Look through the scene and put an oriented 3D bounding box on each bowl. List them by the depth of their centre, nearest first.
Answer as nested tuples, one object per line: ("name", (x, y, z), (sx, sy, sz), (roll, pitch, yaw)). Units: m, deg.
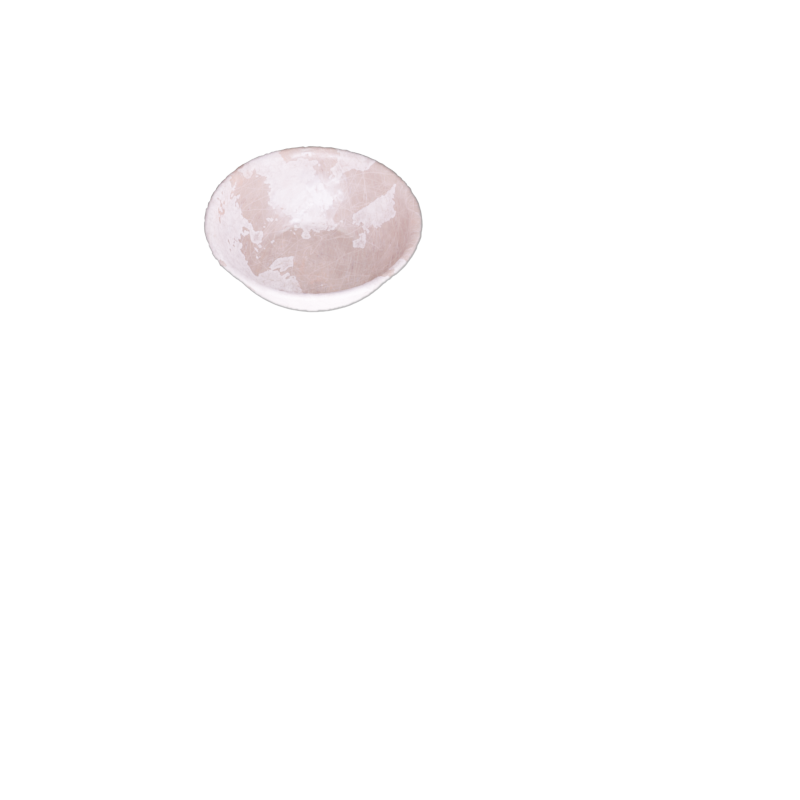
("bowl", (-0.066, -0.120, 0.838), (0.162, 0.174, 0.051), (-1, -40, -1))
